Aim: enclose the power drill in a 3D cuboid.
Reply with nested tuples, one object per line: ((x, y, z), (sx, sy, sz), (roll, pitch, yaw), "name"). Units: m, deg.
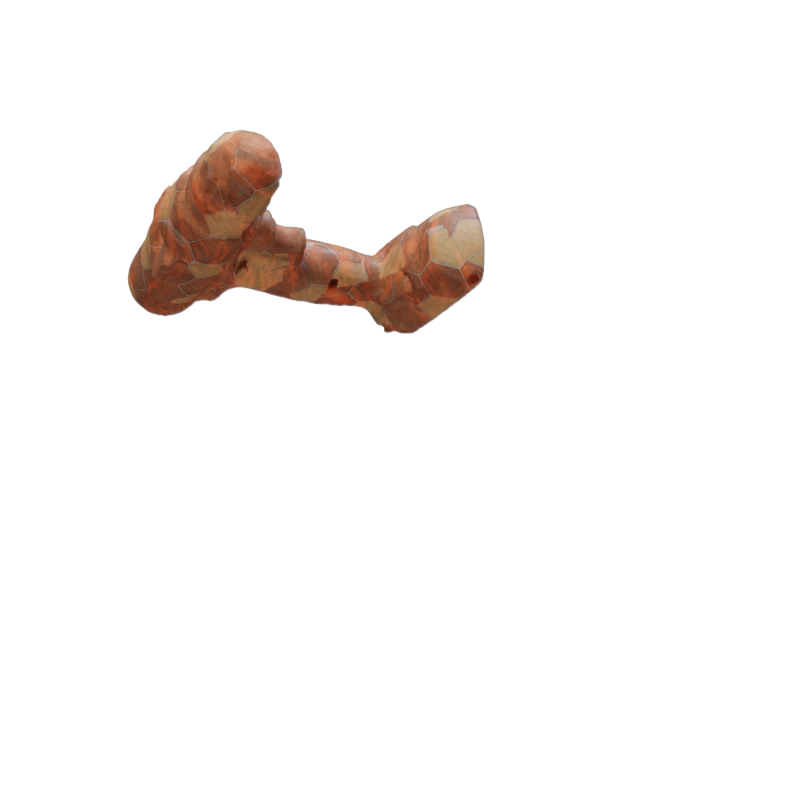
((-0.050, -0.091, 0.638), (0.181, 0.060, 0.182), (7, -19, -23), "power drill")
